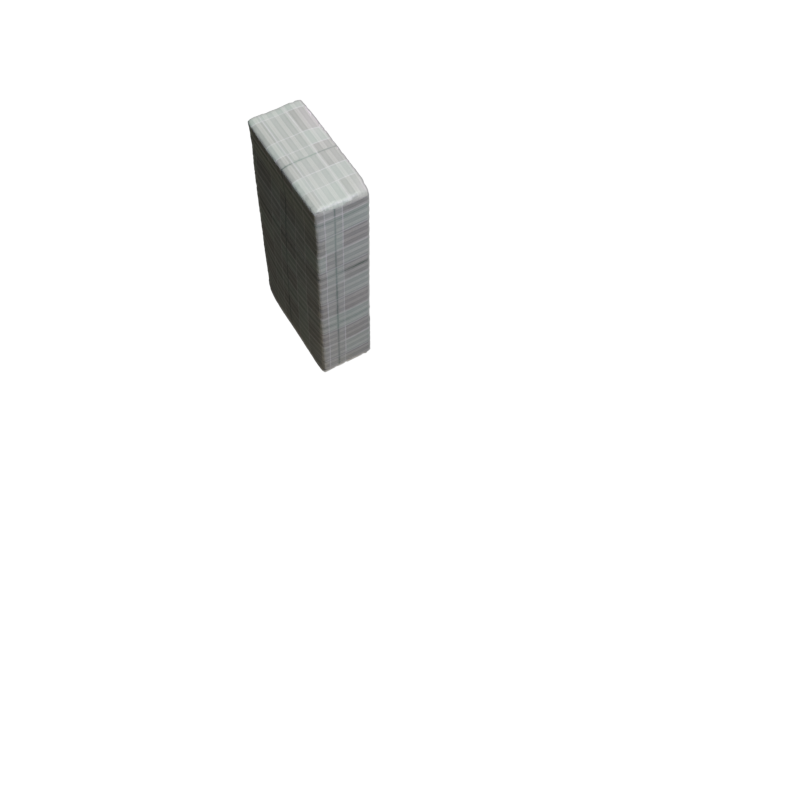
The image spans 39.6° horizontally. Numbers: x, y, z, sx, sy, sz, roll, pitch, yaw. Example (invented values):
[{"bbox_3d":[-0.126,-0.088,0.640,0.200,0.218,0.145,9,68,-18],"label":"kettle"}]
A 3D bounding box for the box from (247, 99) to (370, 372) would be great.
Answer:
[{"bbox_3d":[-0.058,-0.106,0.745,0.048,0.100,0.165,-23,-30,-18],"label":"box"}]
